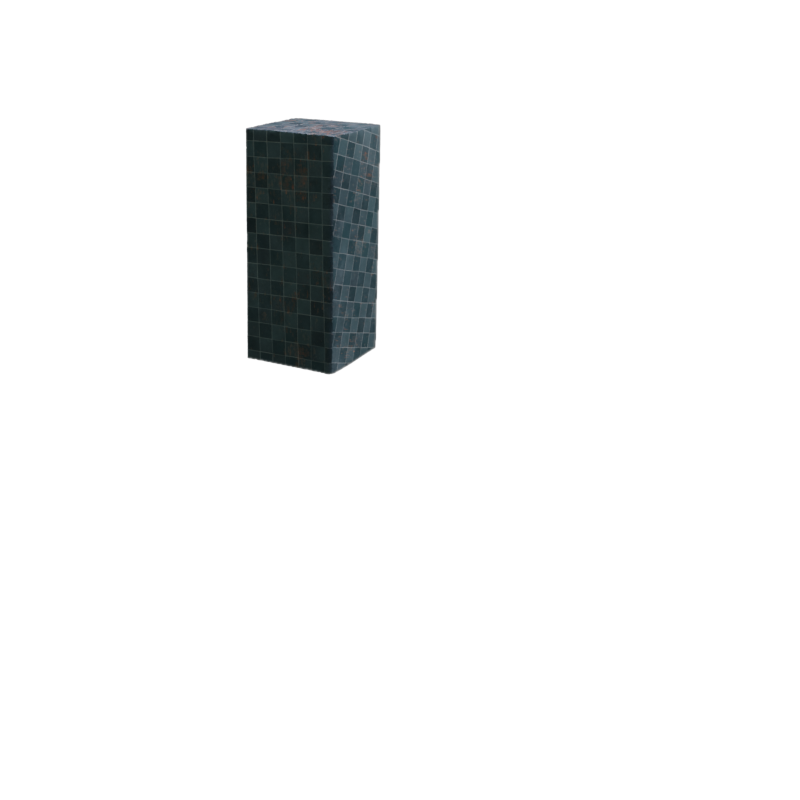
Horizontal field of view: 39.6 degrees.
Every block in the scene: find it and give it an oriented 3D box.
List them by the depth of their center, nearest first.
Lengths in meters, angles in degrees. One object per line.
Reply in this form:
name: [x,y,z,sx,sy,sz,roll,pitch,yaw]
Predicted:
block: [-0.076,-0.140,0.982,0.094,0.199,0.090,9,17,27]
